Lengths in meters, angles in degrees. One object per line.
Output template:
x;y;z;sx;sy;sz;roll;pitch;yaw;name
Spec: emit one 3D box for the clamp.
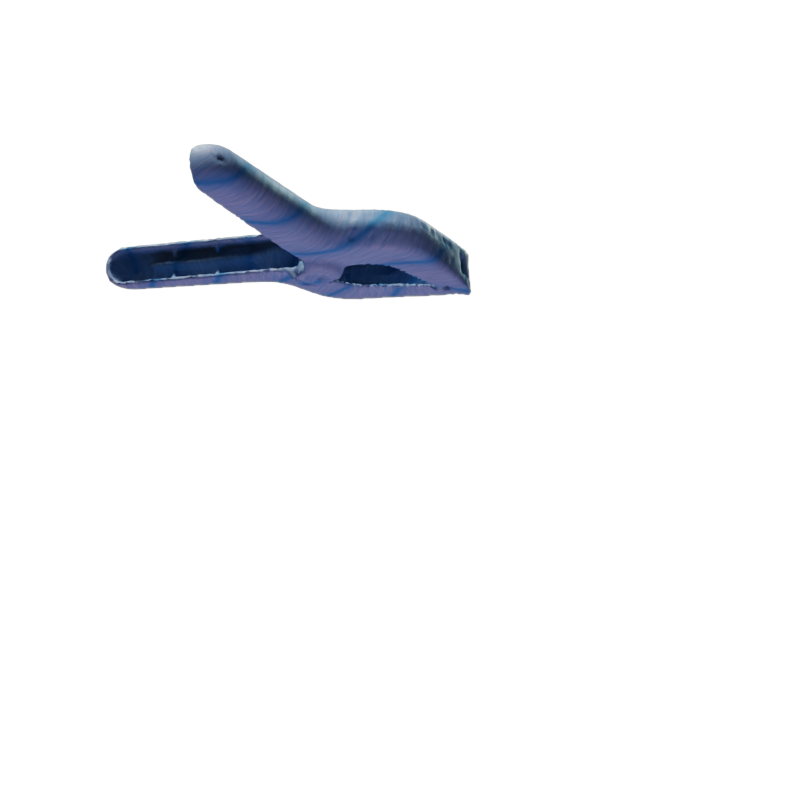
-0.049;-0.089;0.621;0.204;0.038;0.162;5;-16;-19;clamp
